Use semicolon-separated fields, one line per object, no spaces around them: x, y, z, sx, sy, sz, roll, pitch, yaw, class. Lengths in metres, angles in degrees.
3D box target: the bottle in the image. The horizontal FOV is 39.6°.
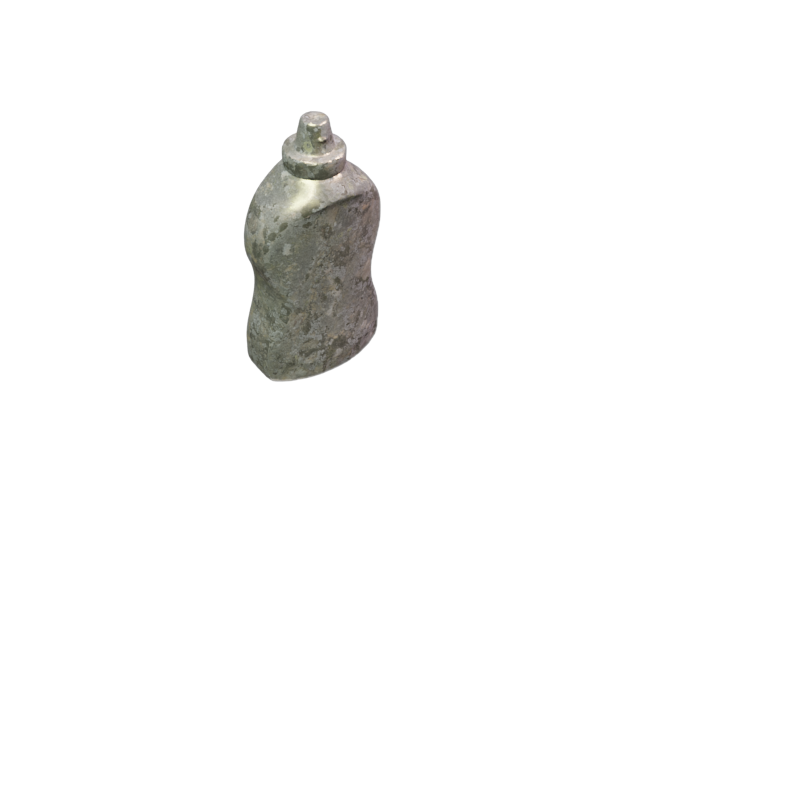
-0.057;-0.105;0.738;0.095;0.179;0.063;-23;46;-27;bottle
